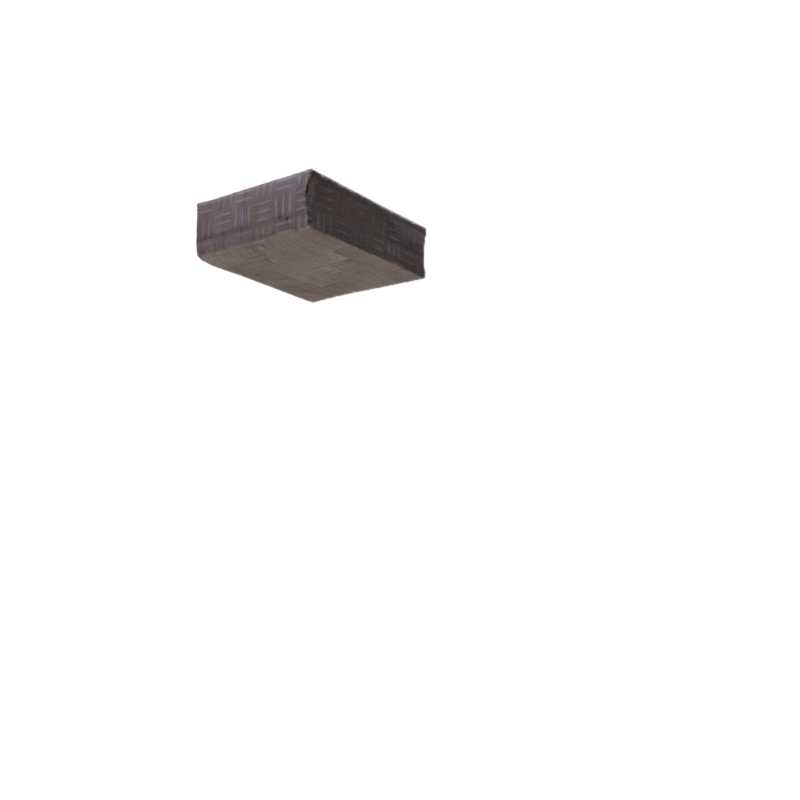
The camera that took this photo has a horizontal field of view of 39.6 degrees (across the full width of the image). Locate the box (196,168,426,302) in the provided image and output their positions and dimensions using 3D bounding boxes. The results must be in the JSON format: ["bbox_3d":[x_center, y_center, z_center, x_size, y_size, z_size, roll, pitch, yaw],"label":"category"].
[{"bbox_3d":[-0.052,-0.094,0.658,0.092,0.040,0.107,-10,-16,37],"label":"box"}]
